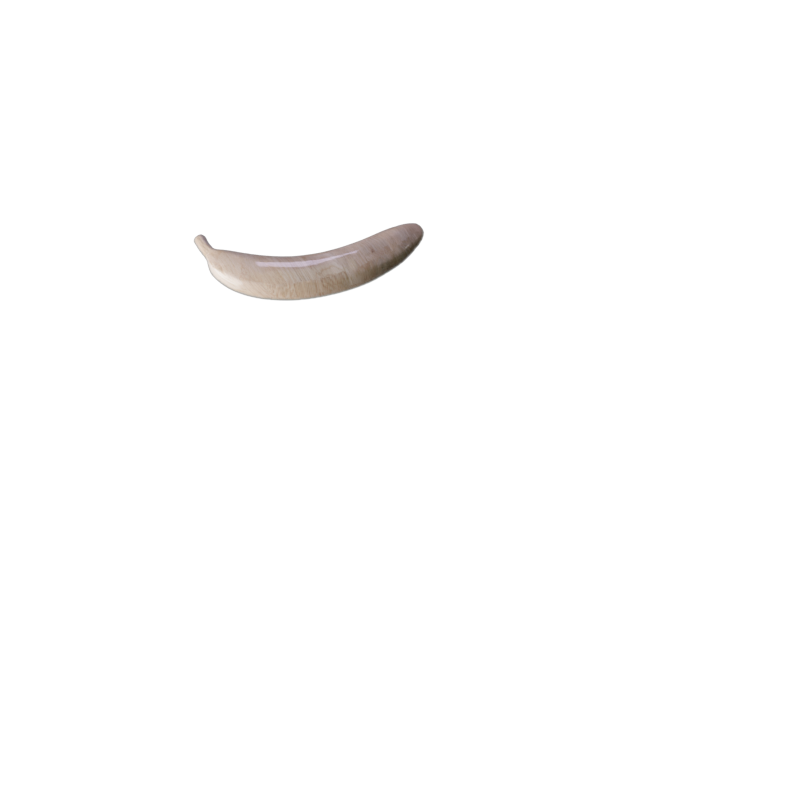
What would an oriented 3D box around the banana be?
[{"bbox_3d":[-0.076,-0.117,0.934,0.197,0.074,0.035,-2,-24,-1],"label":"banana"}]
